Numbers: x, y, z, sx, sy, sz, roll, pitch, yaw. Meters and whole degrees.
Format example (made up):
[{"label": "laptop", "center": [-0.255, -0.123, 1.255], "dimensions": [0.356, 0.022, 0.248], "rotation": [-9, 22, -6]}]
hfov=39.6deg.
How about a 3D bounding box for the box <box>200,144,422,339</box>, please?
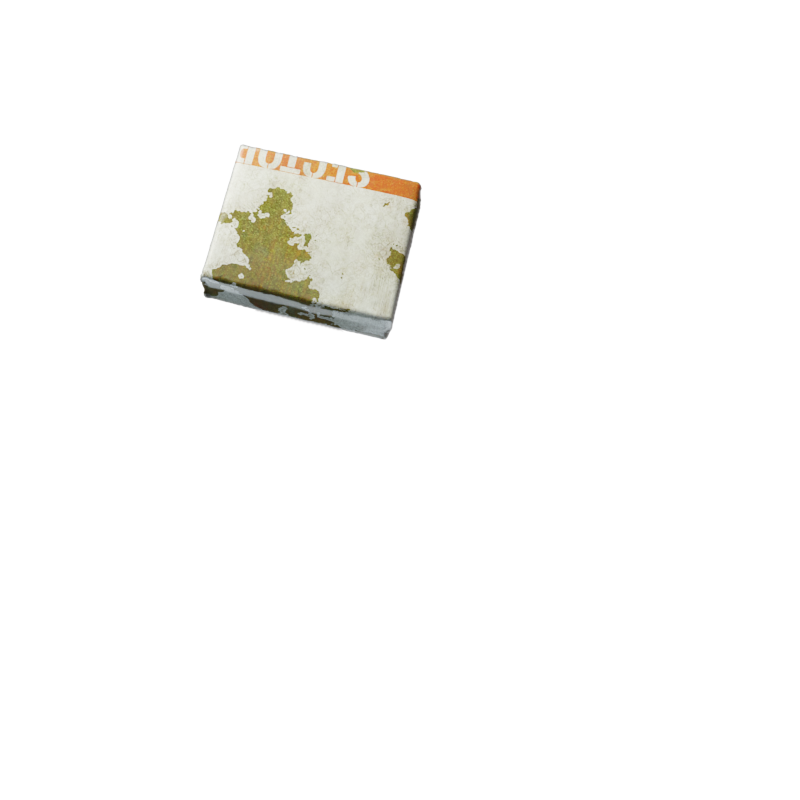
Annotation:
[{"label": "box", "center": [-0.051, -0.093, 0.648], "dimensions": [0.115, 0.094, 0.037], "rotation": [11, -25, 5]}]
